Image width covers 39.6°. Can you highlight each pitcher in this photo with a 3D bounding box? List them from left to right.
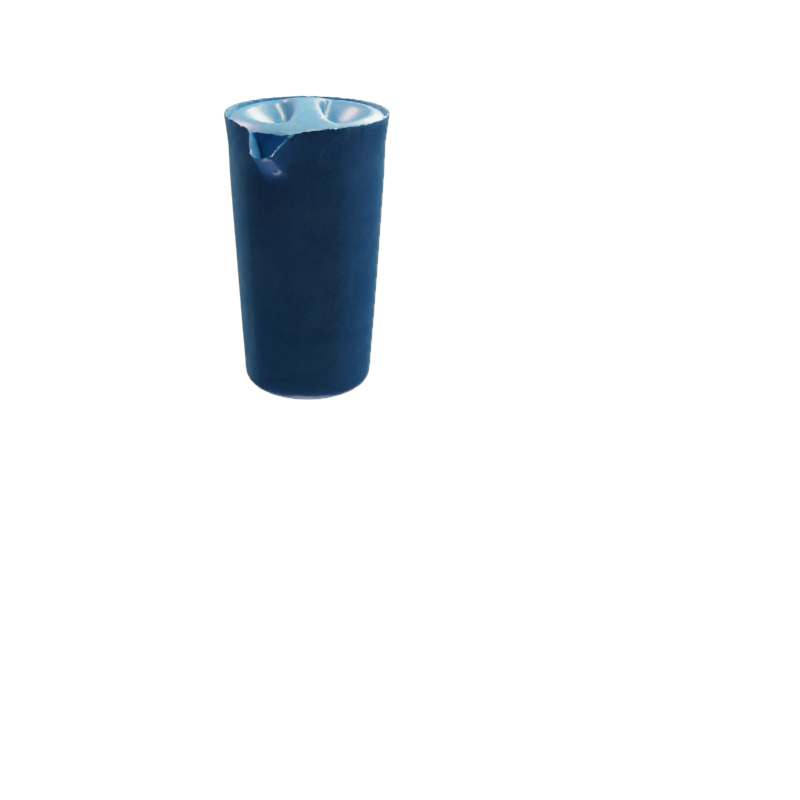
[{"bbox_3d":[-0.073,-0.134,0.938,0.146,0.232,0.155,-8,24,-23],"label":"pitcher"}]
